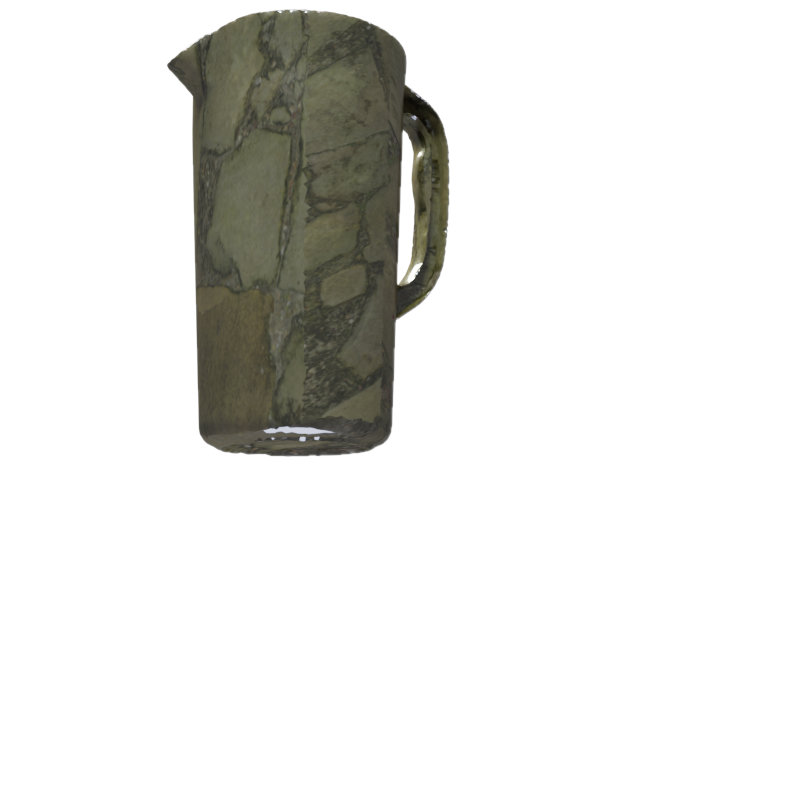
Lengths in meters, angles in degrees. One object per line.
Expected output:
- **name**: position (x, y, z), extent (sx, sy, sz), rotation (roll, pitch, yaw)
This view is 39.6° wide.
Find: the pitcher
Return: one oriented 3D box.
- **pitcher**: position (-0.051, -0.093, 0.654), extent (0.151, 0.252, 0.138), rotation (-4, -14, 12)
